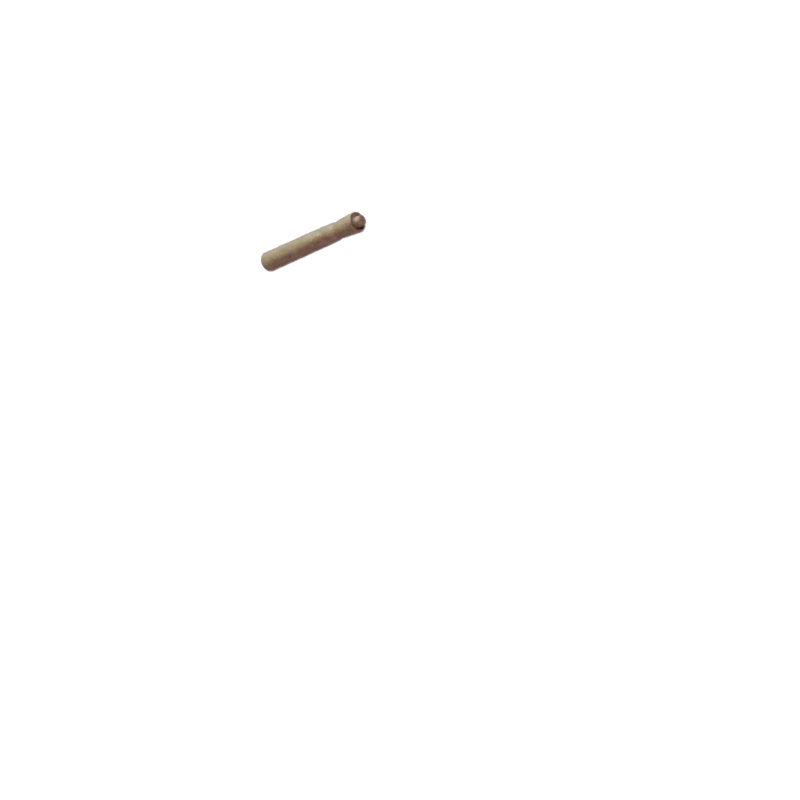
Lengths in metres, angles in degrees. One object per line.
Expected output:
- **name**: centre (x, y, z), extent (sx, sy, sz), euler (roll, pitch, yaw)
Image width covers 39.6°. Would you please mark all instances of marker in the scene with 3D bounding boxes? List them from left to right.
- **marker**: centre (-0.076, -0.138, 0.967), extent (0.122, 0.020, 0.019), euler (-16, -8, 41)
